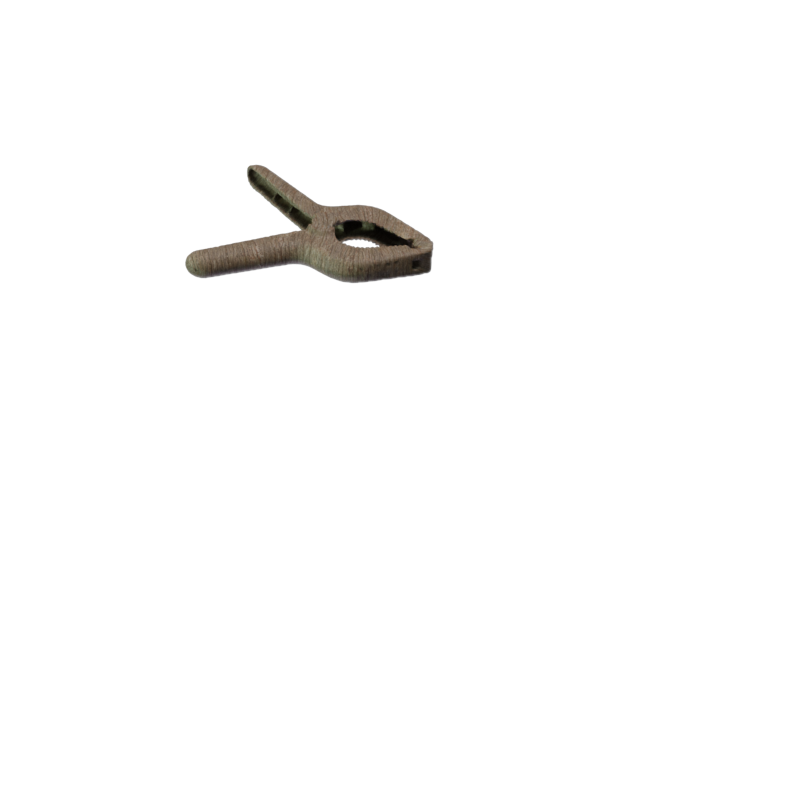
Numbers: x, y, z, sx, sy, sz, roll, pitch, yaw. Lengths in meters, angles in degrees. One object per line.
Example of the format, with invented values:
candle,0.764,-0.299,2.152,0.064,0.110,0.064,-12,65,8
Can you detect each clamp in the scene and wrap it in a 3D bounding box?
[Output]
clamp,-0.078,-0.142,0.991,0.217,0.034,0.171,16,45,17
